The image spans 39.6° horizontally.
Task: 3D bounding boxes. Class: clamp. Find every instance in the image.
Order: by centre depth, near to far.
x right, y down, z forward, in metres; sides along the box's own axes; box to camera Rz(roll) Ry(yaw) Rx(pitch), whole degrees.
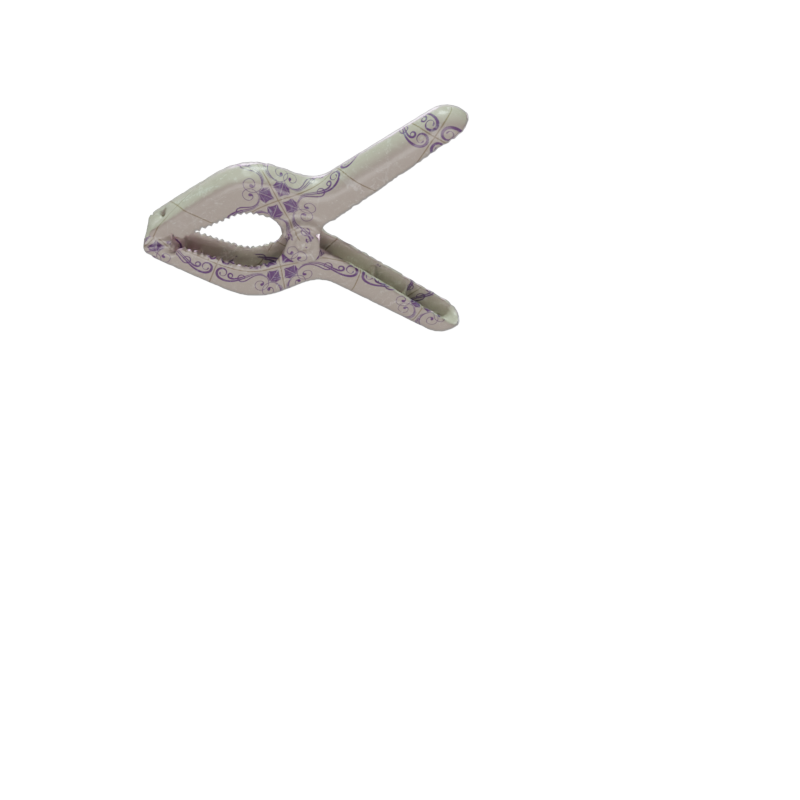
[{"bbox_3d":[-0.055,-0.101,0.708,0.211,0.153,0.039,-7,36,5],"label":"clamp"}]
